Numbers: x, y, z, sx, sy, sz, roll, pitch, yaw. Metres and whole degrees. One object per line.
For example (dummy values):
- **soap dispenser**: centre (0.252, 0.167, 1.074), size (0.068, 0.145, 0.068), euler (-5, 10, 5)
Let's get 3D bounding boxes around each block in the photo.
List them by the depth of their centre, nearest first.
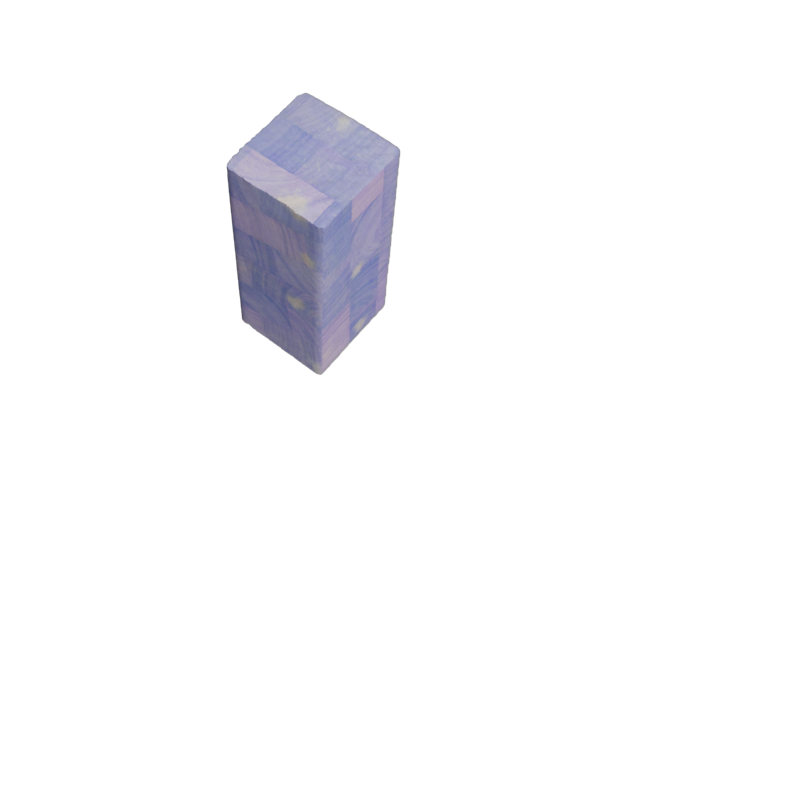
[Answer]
- **block**: centre (-0.067, -0.121, 0.847), size (0.094, 0.092, 0.194), euler (35, -25, 15)
